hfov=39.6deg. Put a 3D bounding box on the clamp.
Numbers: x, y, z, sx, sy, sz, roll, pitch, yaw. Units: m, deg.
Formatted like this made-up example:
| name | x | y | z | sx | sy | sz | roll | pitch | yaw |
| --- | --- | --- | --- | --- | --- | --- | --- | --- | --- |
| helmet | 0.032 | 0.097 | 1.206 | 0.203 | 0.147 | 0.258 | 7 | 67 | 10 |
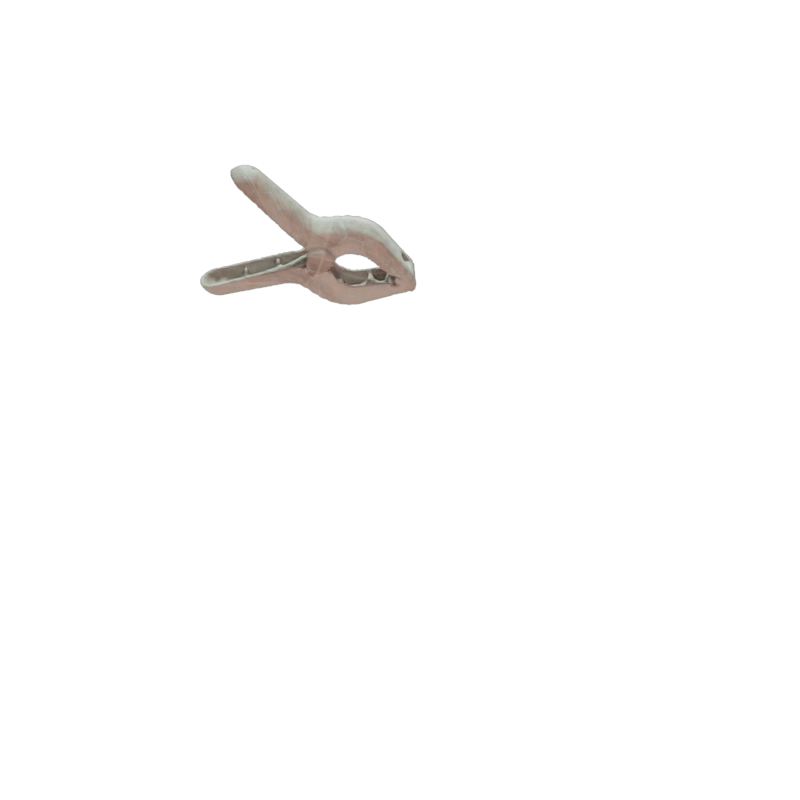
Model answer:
| name | x | y | z | sx | sy | sz | roll | pitch | yaw |
| --- | --- | --- | --- | --- | --- | --- | --- | --- | --- |
| clamp | -0.068 | -0.124 | 0.869 | 0.170 | 0.042 | 0.113 | 5 | -45 | -6 |
